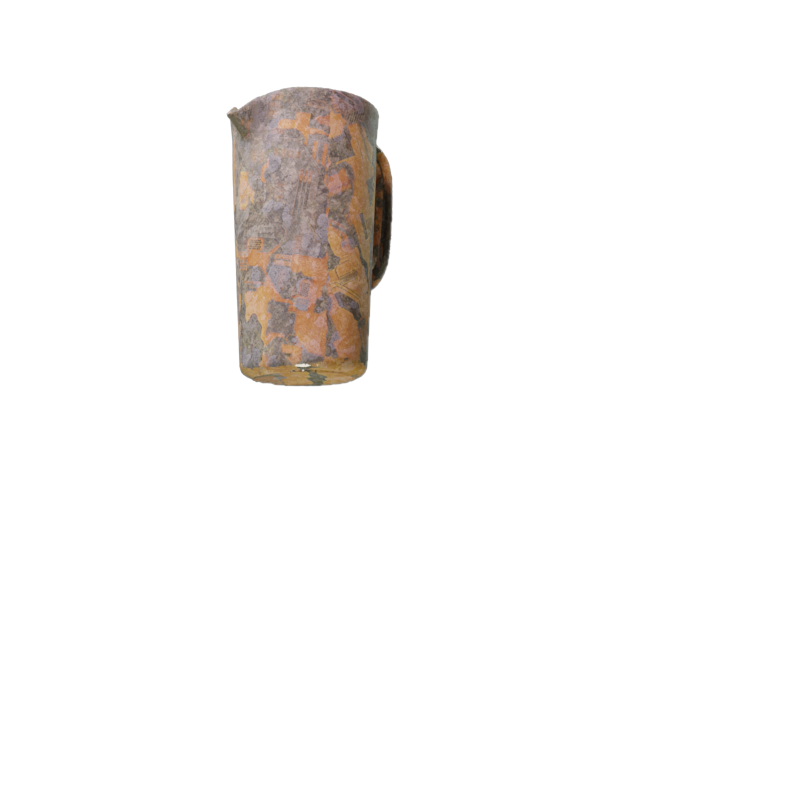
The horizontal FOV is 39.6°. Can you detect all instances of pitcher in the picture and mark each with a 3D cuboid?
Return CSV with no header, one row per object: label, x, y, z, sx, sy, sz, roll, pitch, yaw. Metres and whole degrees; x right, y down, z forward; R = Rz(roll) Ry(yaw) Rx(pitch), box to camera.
pitcher,-0.076,-0.138,0.966,0.149,0.251,0.141,0,-13,-2
